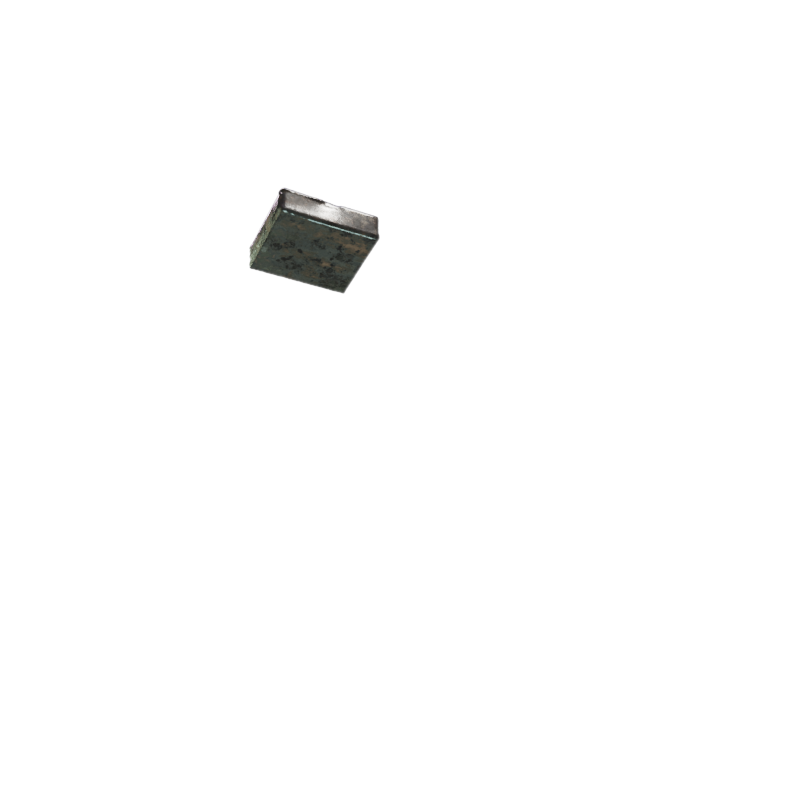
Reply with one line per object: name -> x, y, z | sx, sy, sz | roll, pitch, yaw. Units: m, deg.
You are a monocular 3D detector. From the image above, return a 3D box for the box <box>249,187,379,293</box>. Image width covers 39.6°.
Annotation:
box -> -0.072, -0.131, 0.919 | 0.086, 0.032, 0.070 | 16, -44, -18
